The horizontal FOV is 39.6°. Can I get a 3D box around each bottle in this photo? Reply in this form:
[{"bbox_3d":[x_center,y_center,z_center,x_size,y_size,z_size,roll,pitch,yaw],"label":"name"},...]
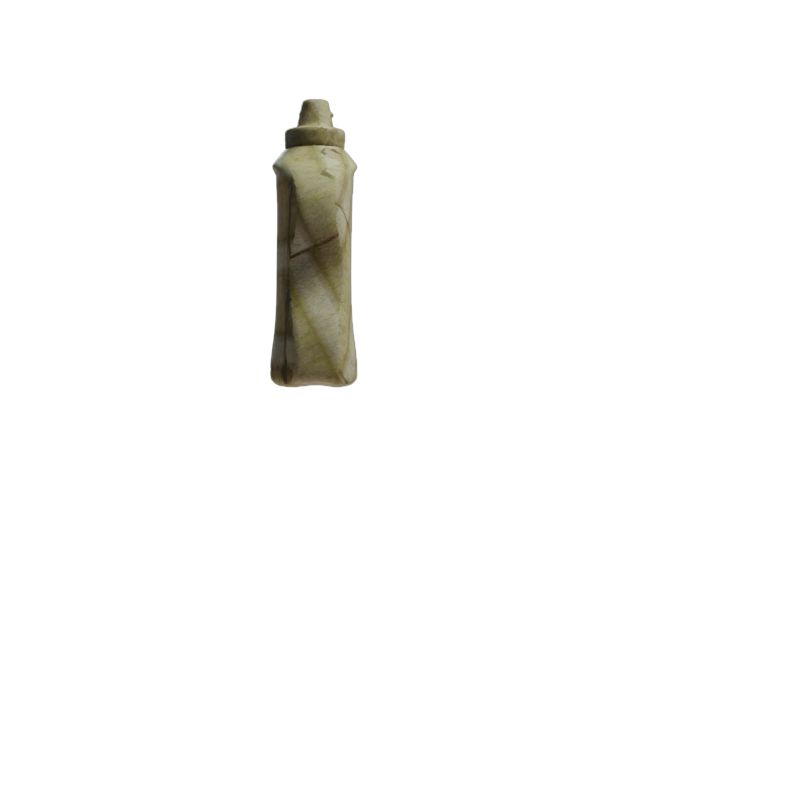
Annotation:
[{"bbox_3d":[-0.058,-0.106,0.745,0.058,0.194,0.096,0,-3,-4],"label":"bottle"}]
